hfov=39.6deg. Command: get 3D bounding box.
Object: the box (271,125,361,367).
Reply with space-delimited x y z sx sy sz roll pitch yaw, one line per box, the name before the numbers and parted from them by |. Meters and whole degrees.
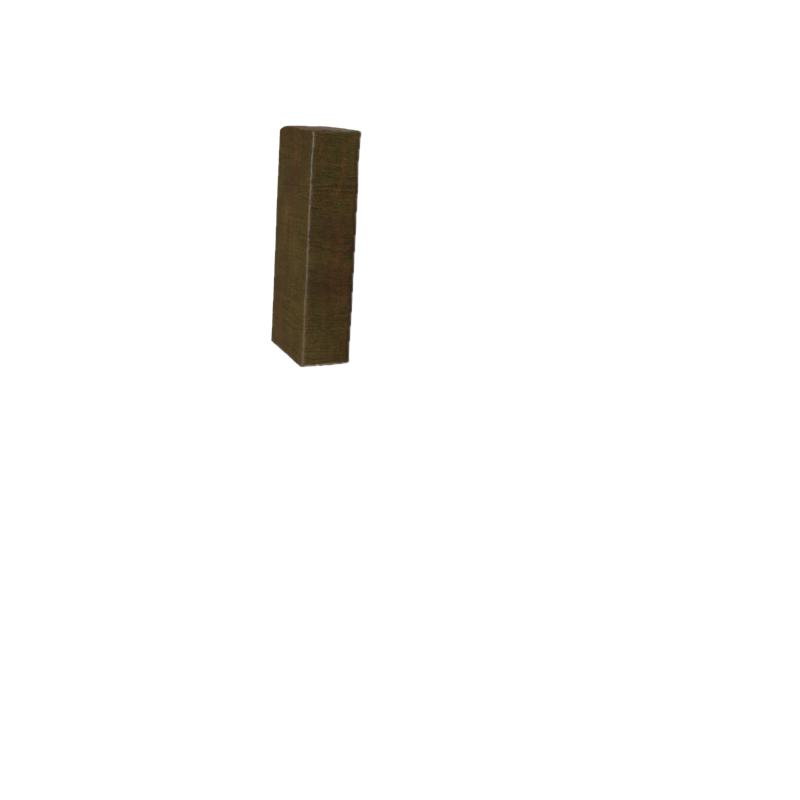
box | -0.067 -0.122 0.852 0.047 0.173 0.097 -2 10 -20
